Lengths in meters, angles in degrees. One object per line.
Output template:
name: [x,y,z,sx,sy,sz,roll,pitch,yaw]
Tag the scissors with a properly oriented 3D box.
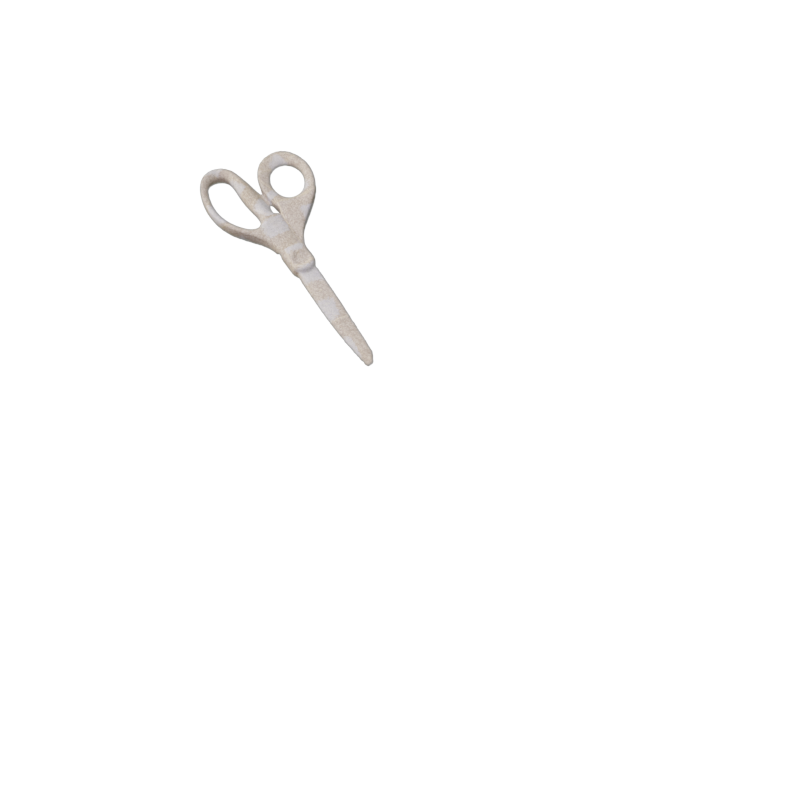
scissors: [-0.064,-0.117,0.821,0.213,0.097,0.015,40,-24,22]
